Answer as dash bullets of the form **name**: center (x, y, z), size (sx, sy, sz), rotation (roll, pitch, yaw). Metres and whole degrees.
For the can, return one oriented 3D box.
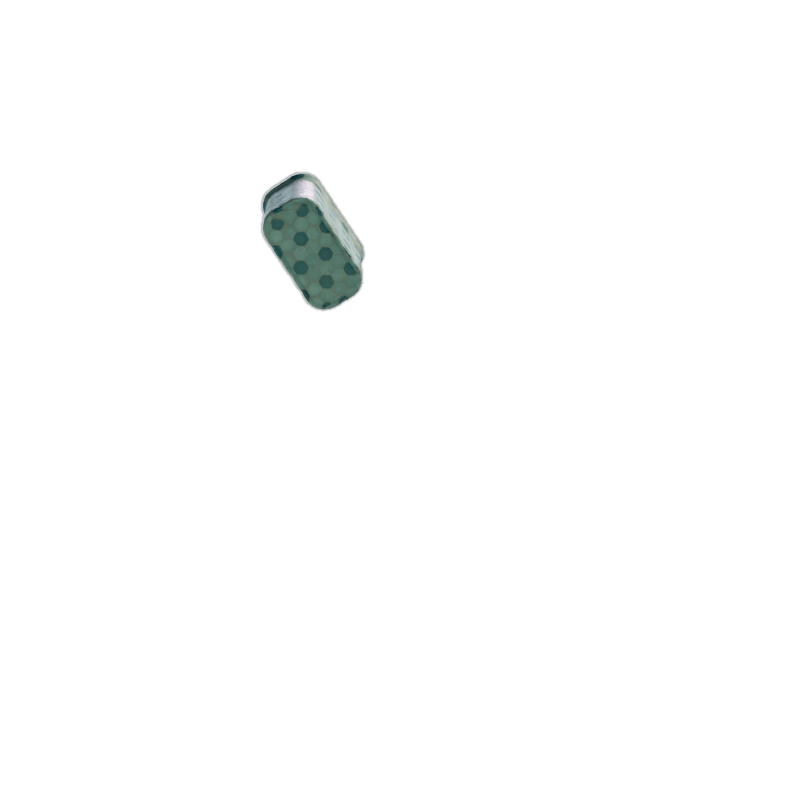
- **can**: center (-0.073, -0.133, 0.933), size (0.057, 0.098, 0.087), rotation (-32, 17, 8)
